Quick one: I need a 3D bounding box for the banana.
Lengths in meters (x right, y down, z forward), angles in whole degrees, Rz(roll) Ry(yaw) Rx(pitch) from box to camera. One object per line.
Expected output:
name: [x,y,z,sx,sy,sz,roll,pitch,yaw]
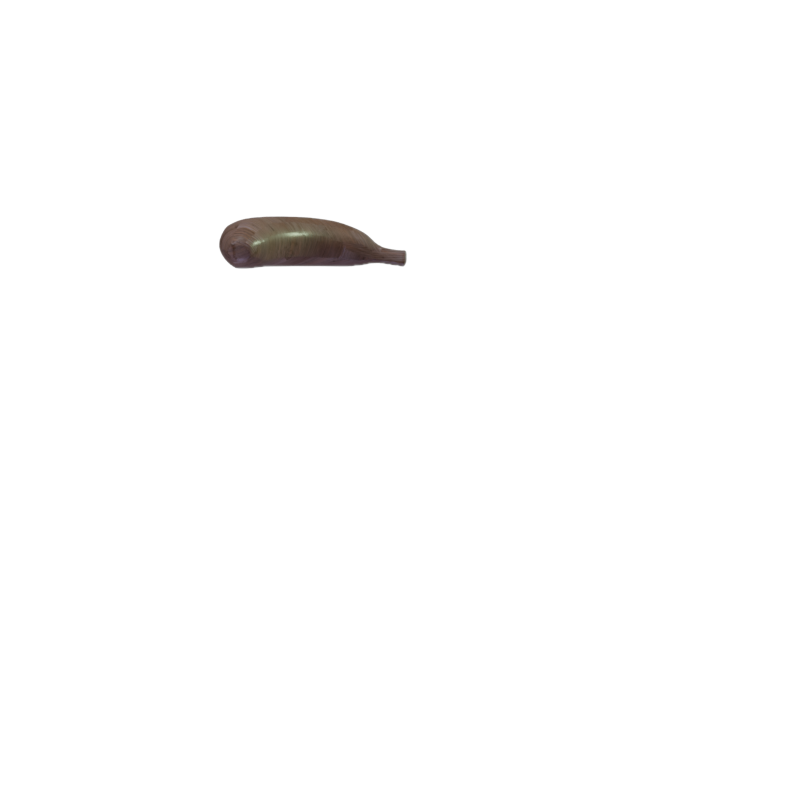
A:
banana: [-0.074,-0.112,0.786,0.072,0.036,0.192,4,8,34]
